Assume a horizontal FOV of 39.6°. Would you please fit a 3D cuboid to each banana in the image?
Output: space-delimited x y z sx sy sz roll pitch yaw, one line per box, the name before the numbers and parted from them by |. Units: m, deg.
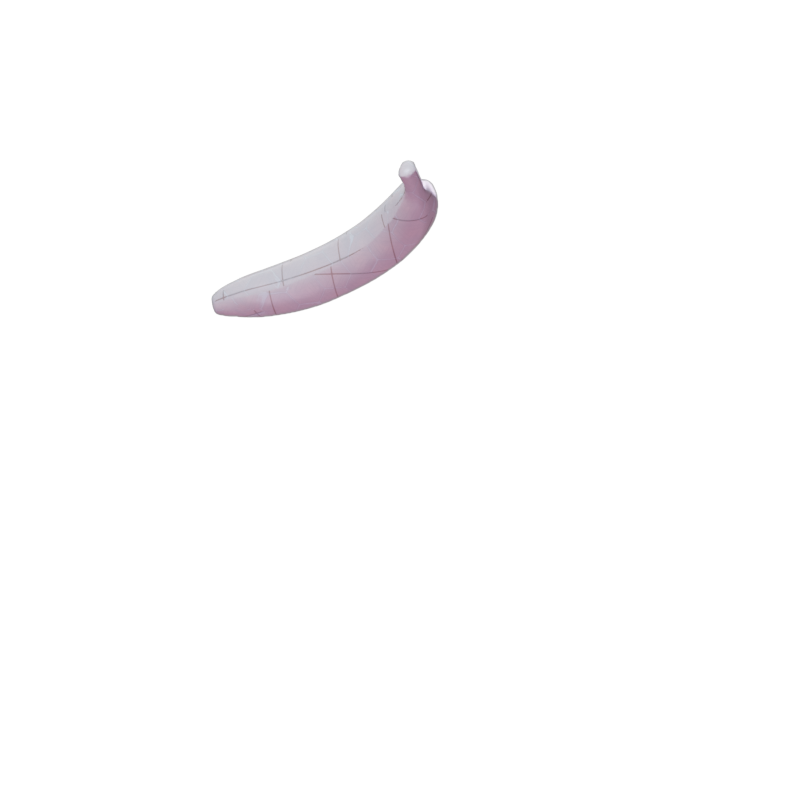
banana | -0.041 -0.098 0.730 0.065 0.039 0.196 29 -44 -35
